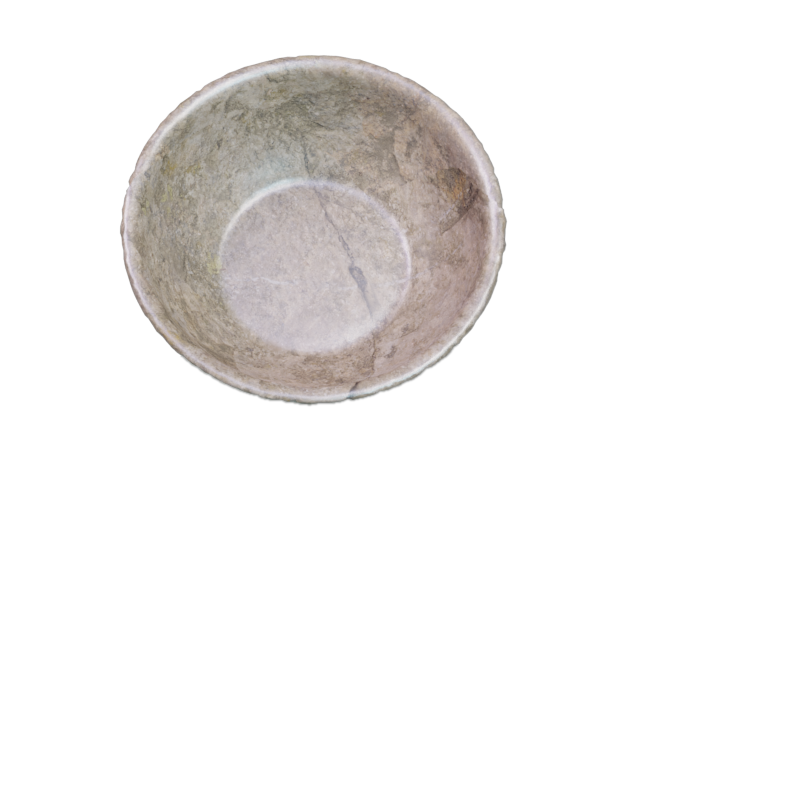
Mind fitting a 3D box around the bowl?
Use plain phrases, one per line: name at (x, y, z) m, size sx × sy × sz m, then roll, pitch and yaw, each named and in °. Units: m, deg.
bowl at (-0.038, -0.070, 0.488) m, size 0.162 × 0.171 × 0.052 m, roll -1°, pitch -23°, yaw -1°
